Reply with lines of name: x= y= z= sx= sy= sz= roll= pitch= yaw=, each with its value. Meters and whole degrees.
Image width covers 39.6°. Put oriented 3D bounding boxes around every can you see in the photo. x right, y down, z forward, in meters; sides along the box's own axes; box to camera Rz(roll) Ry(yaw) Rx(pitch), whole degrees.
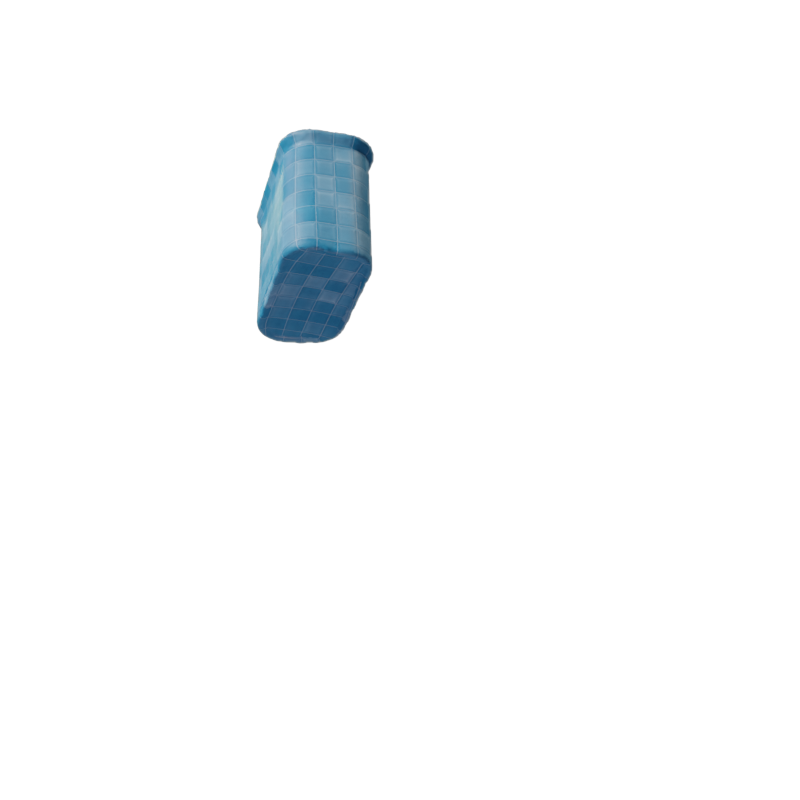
can: x=-0.051 y=-0.093 z=0.649 sx=0.056 sy=0.090 sz=0.097 roll=8 pitch=-34 yaw=-14
